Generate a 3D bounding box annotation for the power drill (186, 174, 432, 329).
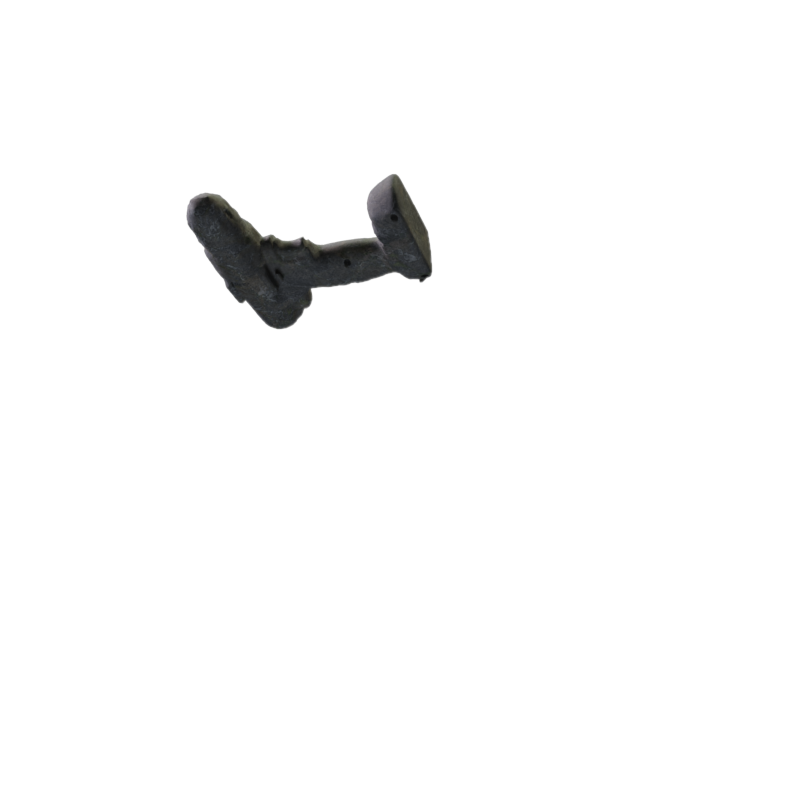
[{"bbox_3d":[-0.078,-0.142,0.992,0.190,0.061,0.170,-12,-33,18],"label":"power drill"}]
